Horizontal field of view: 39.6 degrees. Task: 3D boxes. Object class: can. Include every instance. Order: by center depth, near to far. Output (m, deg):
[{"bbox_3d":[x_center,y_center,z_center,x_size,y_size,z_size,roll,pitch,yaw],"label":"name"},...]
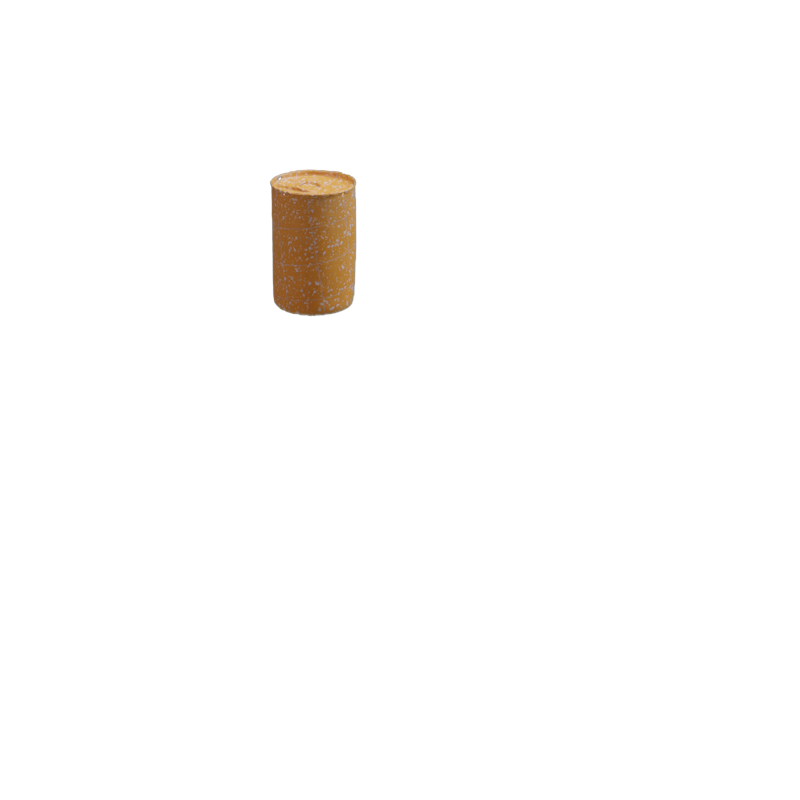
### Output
[{"bbox_3d":[-0.069,-0.127,0.888,0.068,0.097,0.072,0,23,-2],"label":"can"}]
